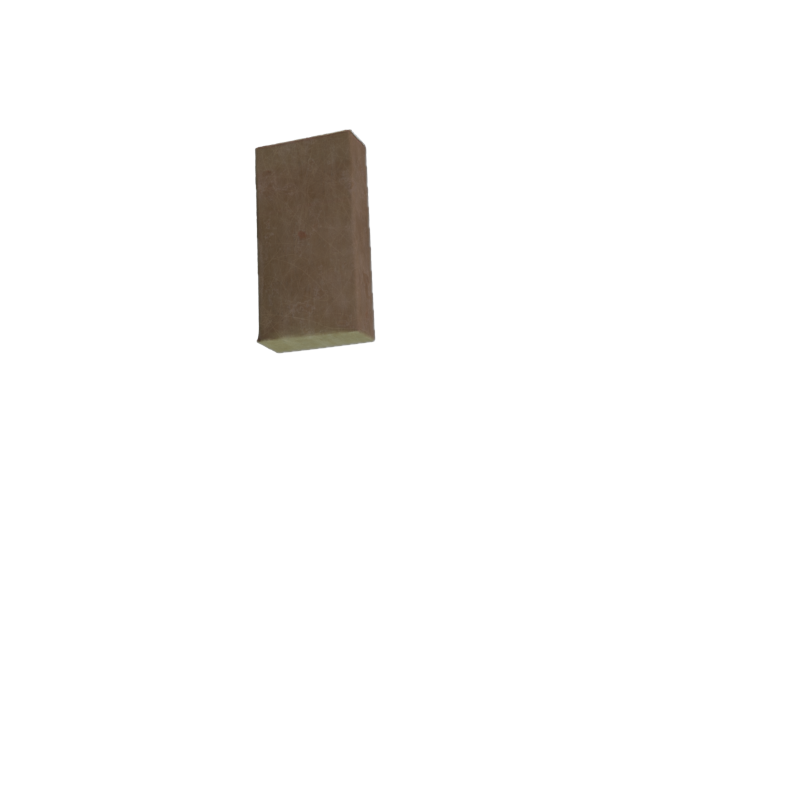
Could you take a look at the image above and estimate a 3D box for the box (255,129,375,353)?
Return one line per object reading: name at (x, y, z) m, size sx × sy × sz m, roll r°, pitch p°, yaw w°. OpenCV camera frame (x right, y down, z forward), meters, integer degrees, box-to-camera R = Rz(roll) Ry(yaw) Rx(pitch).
box at (-0.073, -0.133, 0.933) m, size 0.095 × 0.184 × 0.045 m, roll -8°, pitch -20°, yaw 20°
